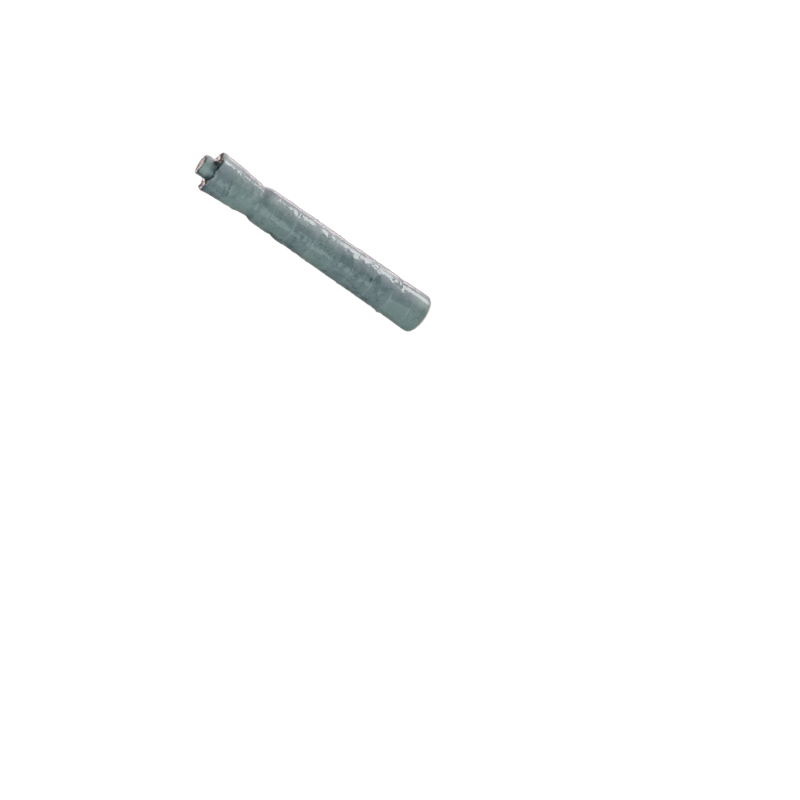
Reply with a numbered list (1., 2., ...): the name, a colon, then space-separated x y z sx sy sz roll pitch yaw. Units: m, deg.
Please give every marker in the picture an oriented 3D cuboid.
1. marker: -0.038 -0.069 0.482 0.116 0.020 0.020 33 -9 -19
